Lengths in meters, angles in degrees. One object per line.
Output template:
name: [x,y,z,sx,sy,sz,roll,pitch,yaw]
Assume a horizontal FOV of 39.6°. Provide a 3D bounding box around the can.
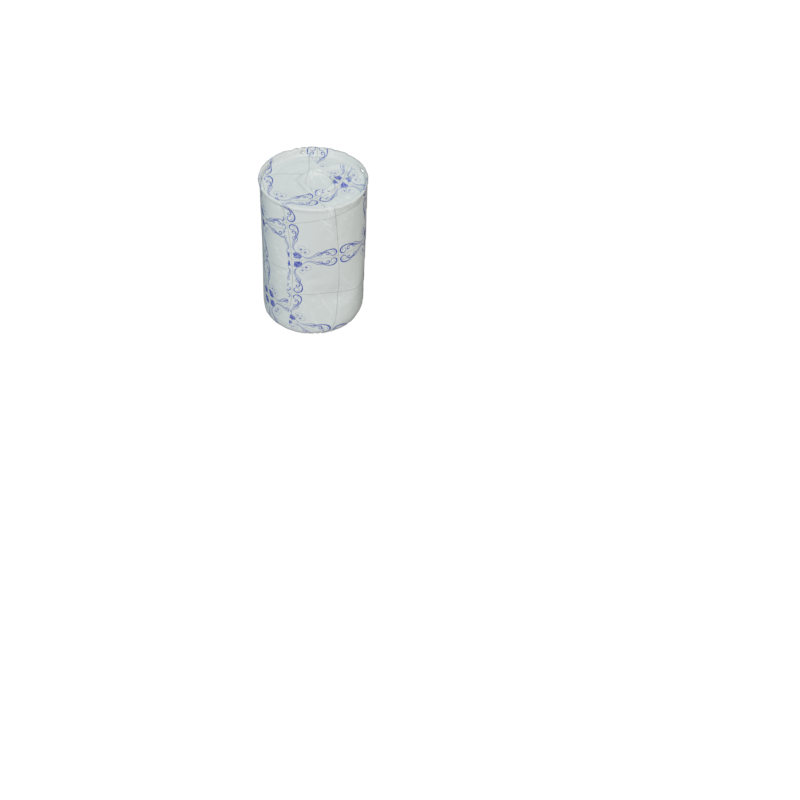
can: [-0.056,-0.101,0.711,0.068,0.095,0.073,0,42,-3]
